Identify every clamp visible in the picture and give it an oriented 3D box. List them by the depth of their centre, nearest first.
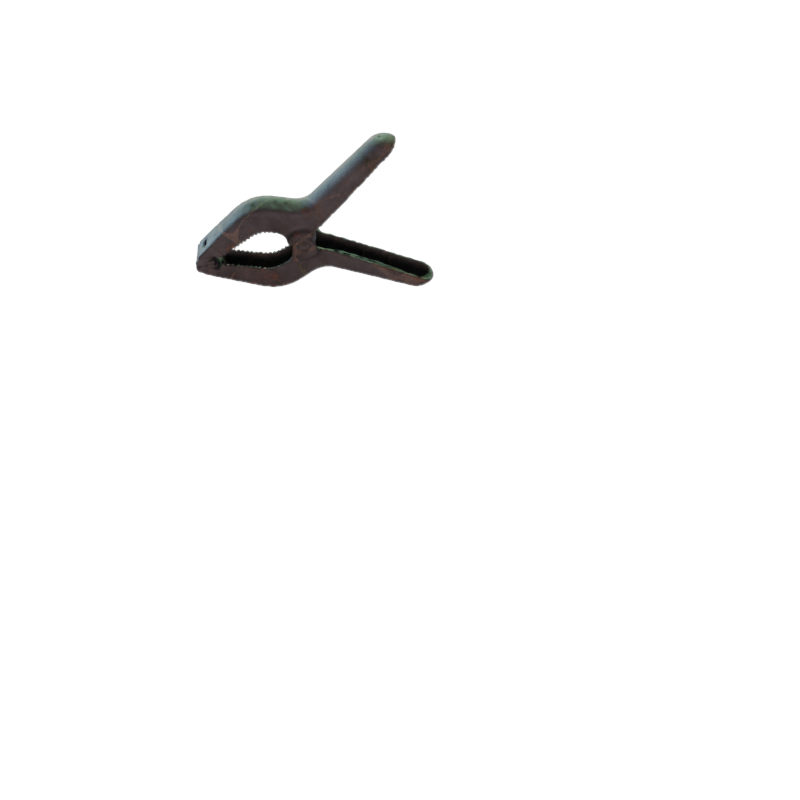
[{"bbox_3d":[-0.078,-0.141,0.991,0.211,0.152,0.039,-16,39,14],"label":"clamp"}]
